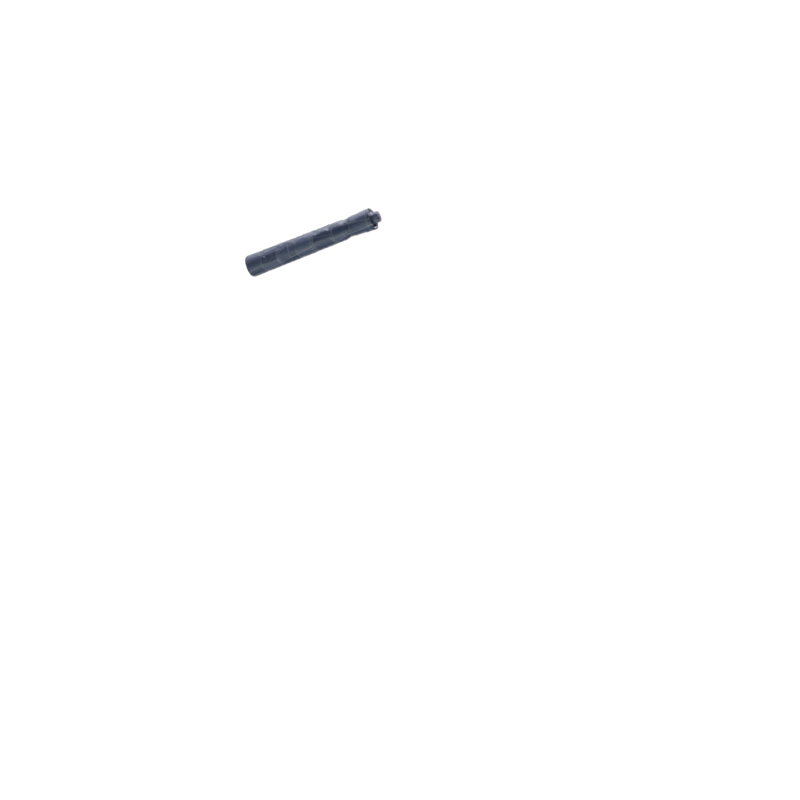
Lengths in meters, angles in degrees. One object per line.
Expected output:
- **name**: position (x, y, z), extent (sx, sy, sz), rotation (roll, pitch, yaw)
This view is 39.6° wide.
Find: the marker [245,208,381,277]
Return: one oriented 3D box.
- **marker**: position (-0.071, -0.130, 0.911), extent (0.122, 0.020, 0.019), rotation (-19, -2, 19)
